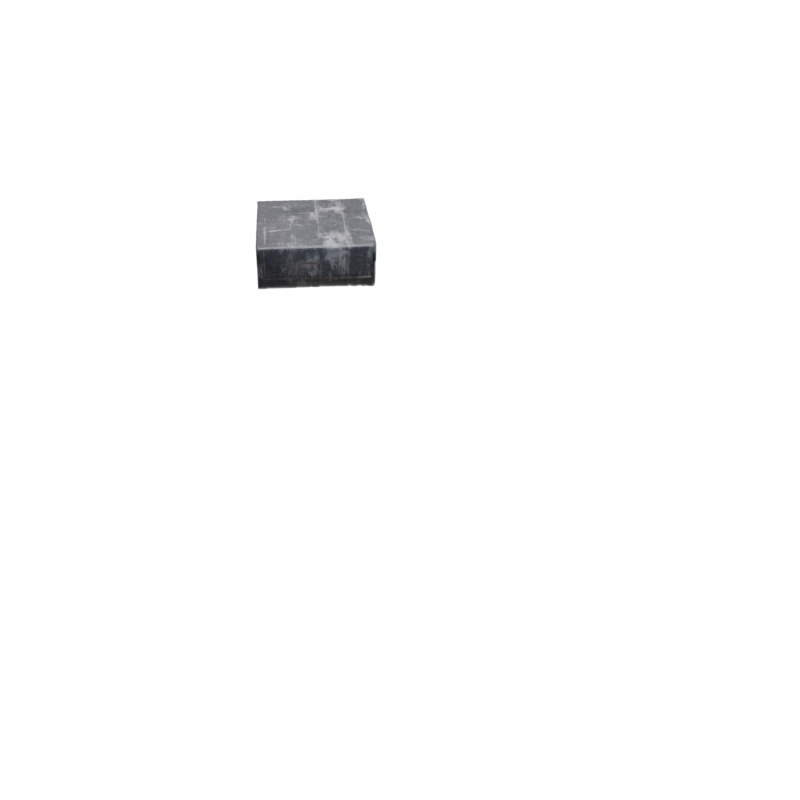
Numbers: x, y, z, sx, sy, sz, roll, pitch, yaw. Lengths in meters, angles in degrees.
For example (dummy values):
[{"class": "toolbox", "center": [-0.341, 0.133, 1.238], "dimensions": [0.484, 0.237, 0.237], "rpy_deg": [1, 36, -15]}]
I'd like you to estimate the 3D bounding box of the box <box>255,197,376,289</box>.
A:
[{"class": "box", "center": [-0.068, -0.124, 0.871], "dimensions": [0.089, 0.037, 0.120], "rpy_deg": [-2, 25, -5]}]
